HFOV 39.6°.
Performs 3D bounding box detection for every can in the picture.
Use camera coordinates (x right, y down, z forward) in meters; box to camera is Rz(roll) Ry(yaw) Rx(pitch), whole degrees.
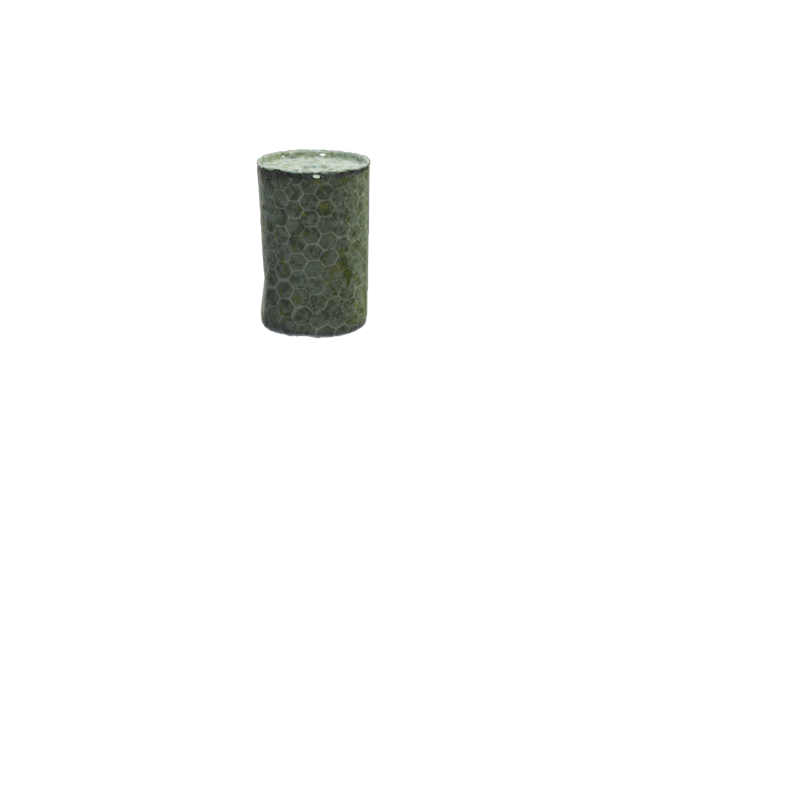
[{"bbox_3d":[-0.053,-0.096,0.673,0.068,0.098,0.071,0,18,-2],"label":"can"}]
